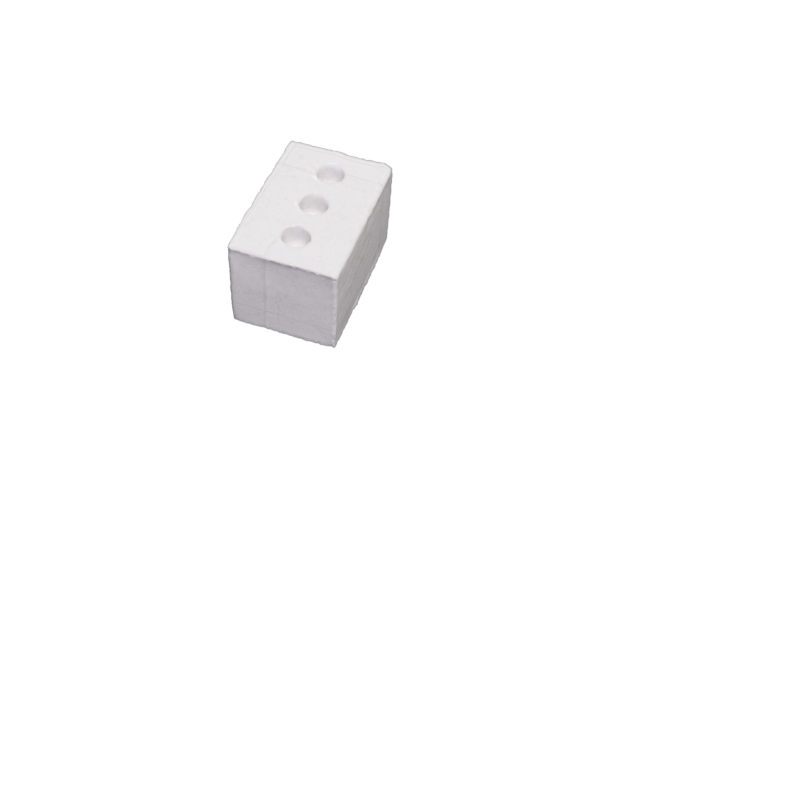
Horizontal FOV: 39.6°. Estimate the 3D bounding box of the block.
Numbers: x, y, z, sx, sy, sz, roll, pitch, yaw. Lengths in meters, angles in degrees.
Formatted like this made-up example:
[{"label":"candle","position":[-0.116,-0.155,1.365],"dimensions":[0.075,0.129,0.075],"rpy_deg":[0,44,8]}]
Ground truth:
[{"label":"block","position":[-0.040,-0.073,0.515],"dimensions":[0.054,0.082,0.048],"rpy_deg":[15,-39,10]}]
